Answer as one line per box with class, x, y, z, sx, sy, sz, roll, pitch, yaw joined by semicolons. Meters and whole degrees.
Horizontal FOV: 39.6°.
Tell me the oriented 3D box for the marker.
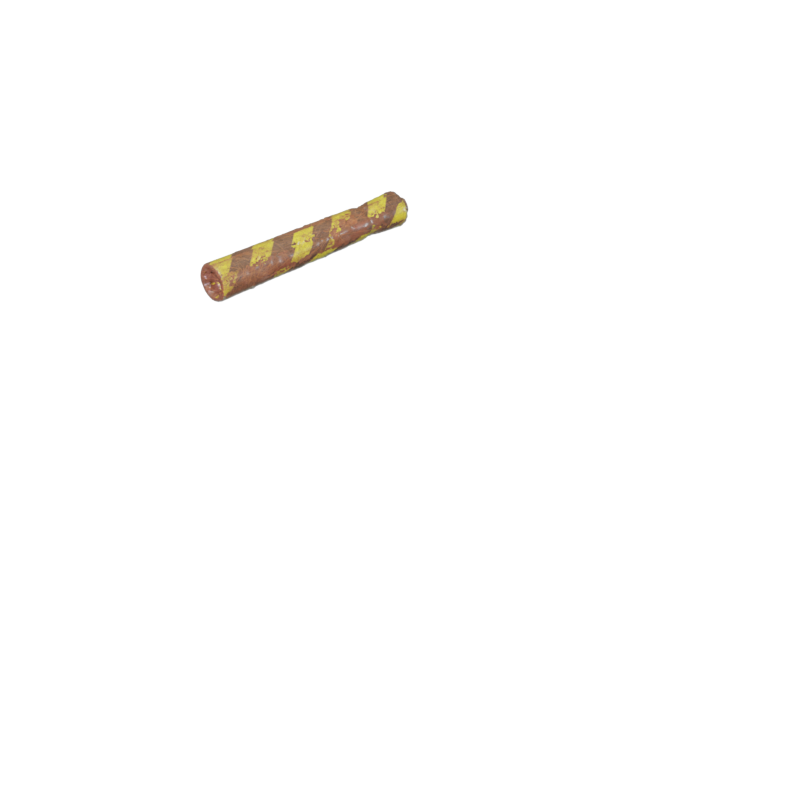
marker;-0.042;-0.076;0.534;0.120;0.019;0.021;-28;21;-35
